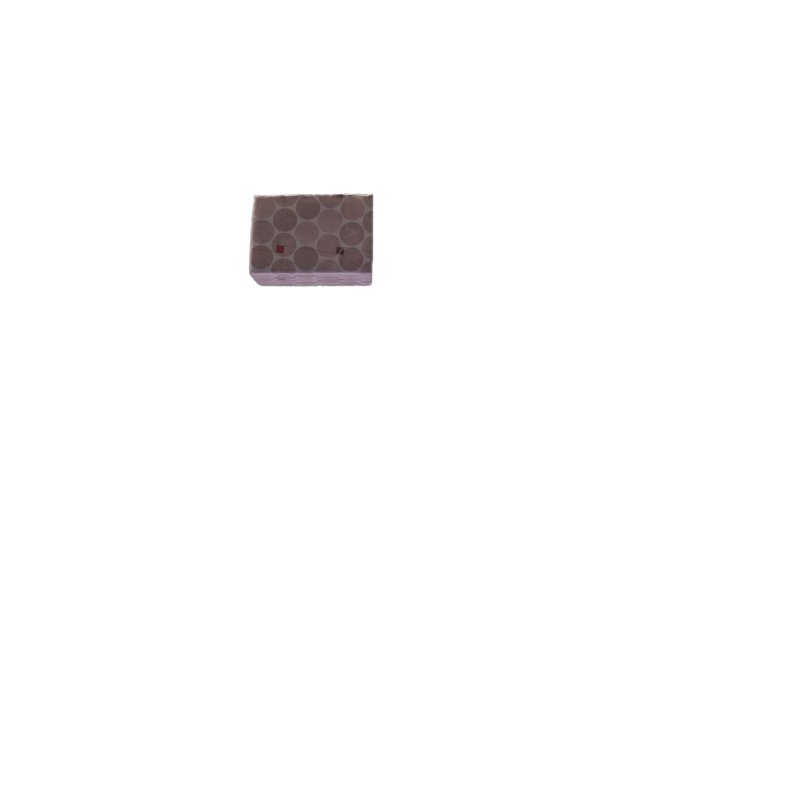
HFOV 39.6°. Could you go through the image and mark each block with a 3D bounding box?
[{"bbox_3d":[-0.056,-0.102,0.714,0.078,0.052,0.052,0,-7,1],"label":"block"}]
